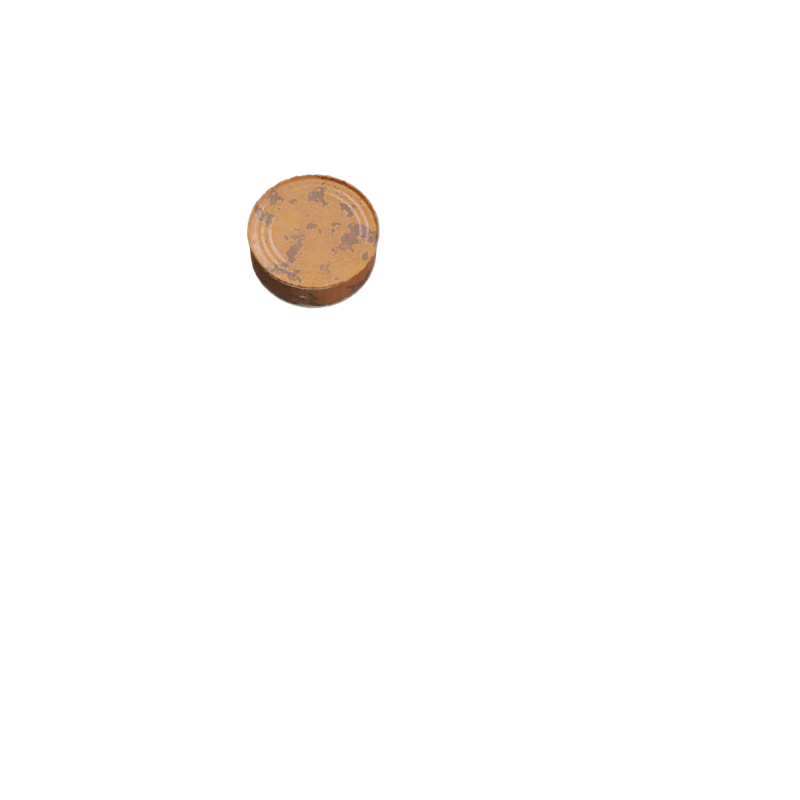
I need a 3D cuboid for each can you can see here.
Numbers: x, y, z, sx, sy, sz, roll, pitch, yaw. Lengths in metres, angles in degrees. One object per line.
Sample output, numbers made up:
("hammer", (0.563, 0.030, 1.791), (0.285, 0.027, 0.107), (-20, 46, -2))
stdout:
("can", (-0.057, -0.104, 0.731), (0.086, 0.091, 0.032), (-1, -28, -1))
